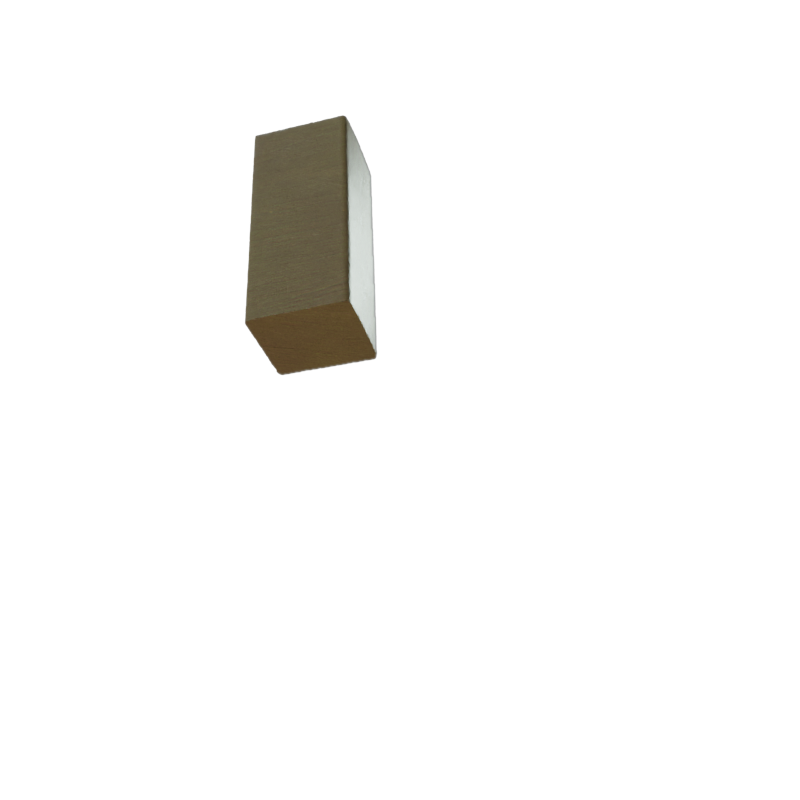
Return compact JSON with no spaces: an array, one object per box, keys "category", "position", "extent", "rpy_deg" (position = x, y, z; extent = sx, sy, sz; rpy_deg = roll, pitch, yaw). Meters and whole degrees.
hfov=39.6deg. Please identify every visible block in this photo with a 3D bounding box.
[{"category":"block","position":[-0.076,-0.138,0.971],"extent":[0.092,0.221,0.083],"rpy_deg":[-11,-36,12]}]
